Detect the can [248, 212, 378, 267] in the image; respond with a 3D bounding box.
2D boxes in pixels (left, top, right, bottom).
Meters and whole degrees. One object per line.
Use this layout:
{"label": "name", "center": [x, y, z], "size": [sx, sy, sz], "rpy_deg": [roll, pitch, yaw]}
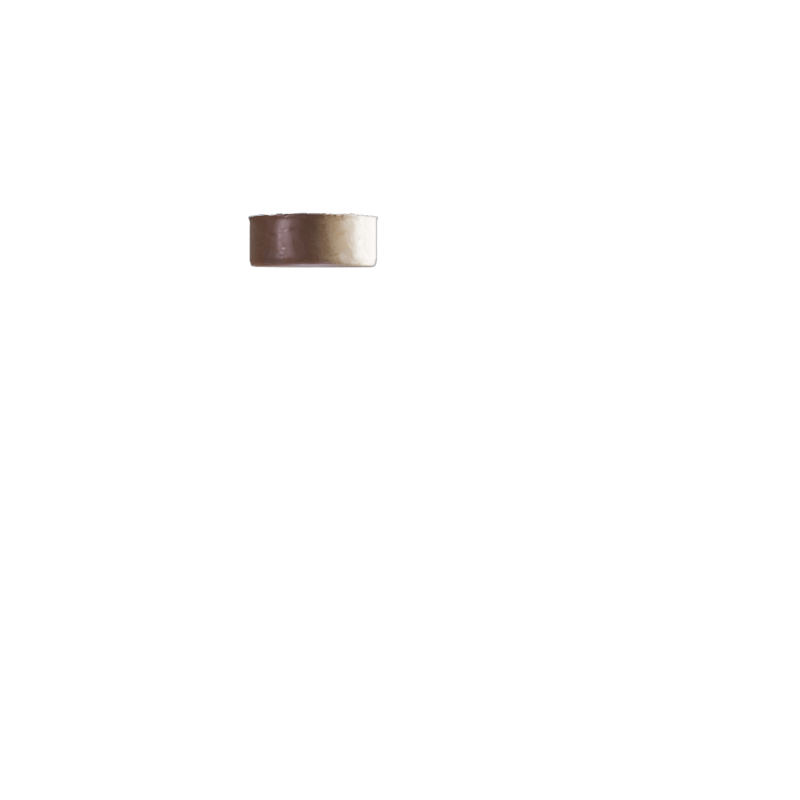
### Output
{"label": "can", "center": [-0.057, -0.105, 0.733], "size": [0.086, 0.033, 0.086], "rpy_deg": [0, 5, -2]}
